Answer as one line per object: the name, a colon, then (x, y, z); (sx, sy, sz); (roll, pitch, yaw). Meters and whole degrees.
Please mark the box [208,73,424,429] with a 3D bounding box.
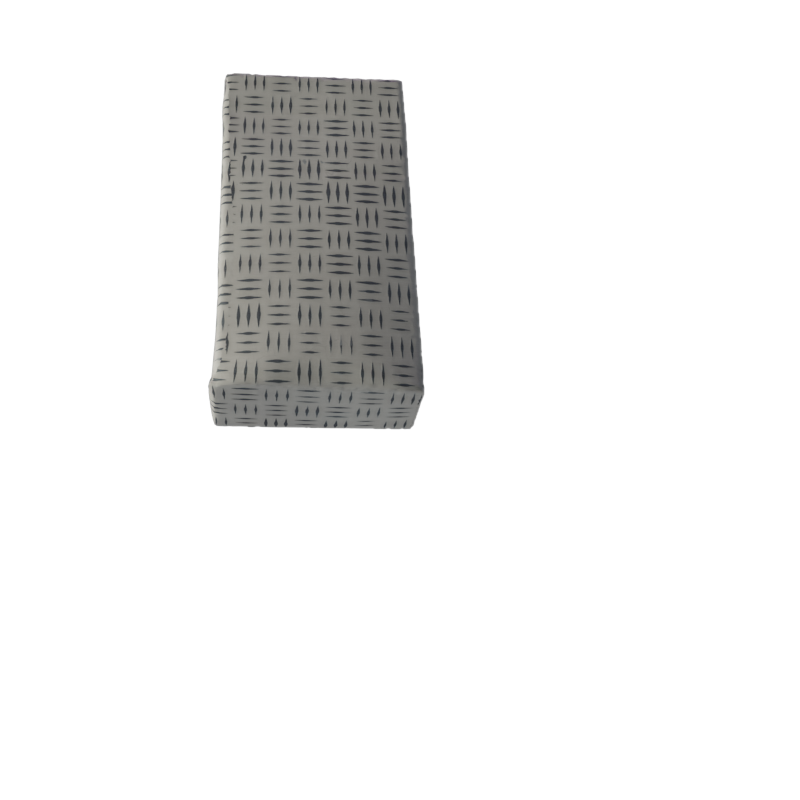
box: (-0.041, -0.075, 0.530); (0.093, 0.188, 0.045); (1, -33, -5)
